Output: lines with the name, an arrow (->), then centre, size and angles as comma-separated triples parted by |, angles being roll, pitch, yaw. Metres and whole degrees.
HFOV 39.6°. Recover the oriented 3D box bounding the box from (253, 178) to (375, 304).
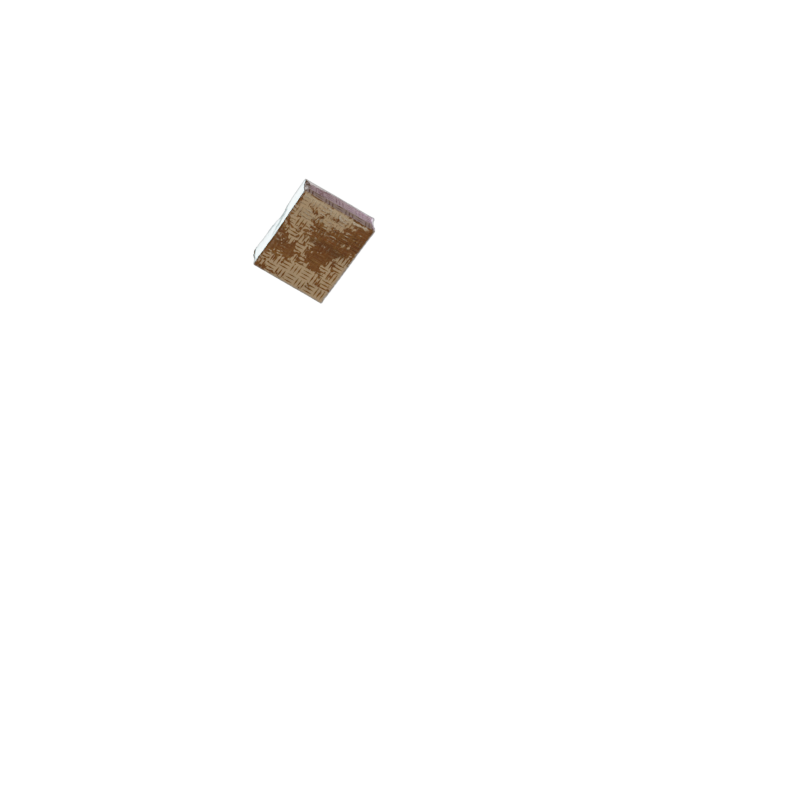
box -> -0.076, -0.139, 0.974 | 0.070, 0.087, 0.032 | 30, 26, -17
